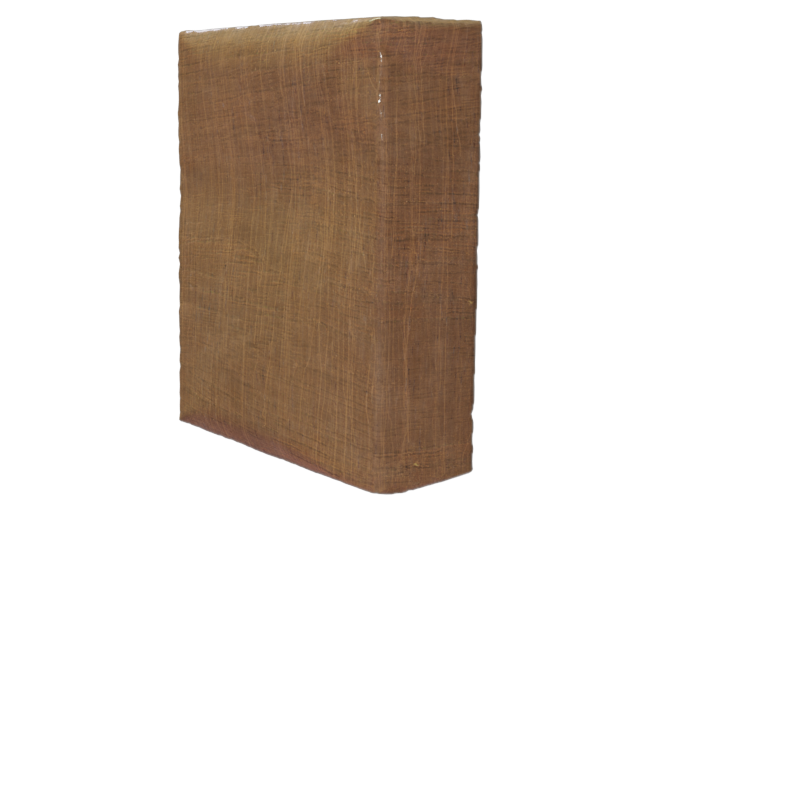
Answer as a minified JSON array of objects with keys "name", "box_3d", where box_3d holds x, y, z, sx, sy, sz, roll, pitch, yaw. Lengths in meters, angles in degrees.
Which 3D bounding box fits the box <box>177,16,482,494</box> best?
[{"name":"box","box_3d":[-0.043,-0.079,0.552,0.070,0.209,0.173,-7,13,-41]}]
